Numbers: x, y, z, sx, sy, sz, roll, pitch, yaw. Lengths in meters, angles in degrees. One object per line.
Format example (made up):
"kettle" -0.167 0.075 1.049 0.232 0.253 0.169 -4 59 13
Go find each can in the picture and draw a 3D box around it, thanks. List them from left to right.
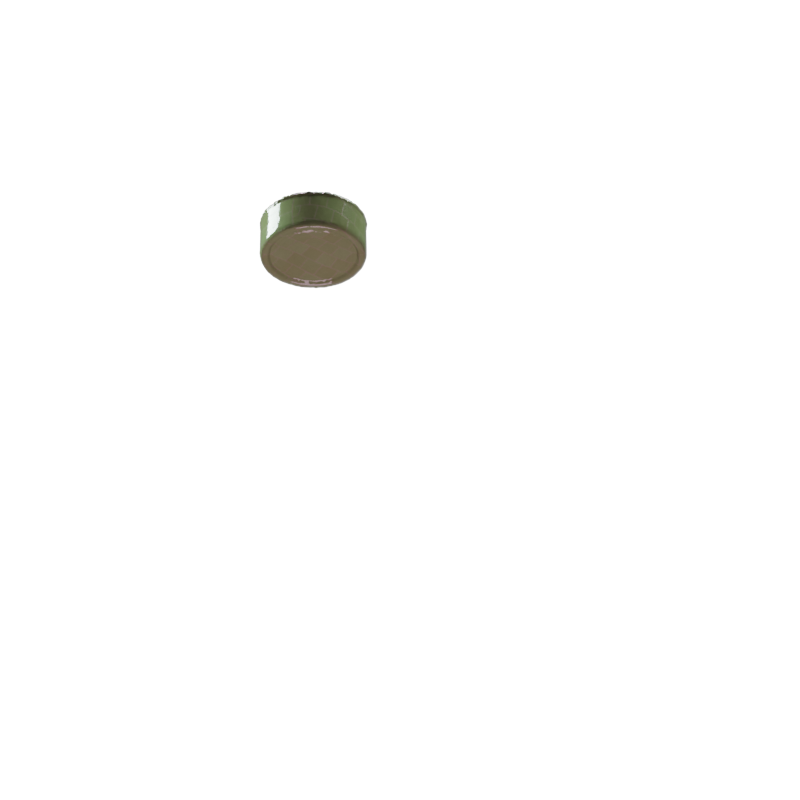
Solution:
"can" -0.069 -0.126 0.880 0.086 0.036 0.080 1 -32 -2
